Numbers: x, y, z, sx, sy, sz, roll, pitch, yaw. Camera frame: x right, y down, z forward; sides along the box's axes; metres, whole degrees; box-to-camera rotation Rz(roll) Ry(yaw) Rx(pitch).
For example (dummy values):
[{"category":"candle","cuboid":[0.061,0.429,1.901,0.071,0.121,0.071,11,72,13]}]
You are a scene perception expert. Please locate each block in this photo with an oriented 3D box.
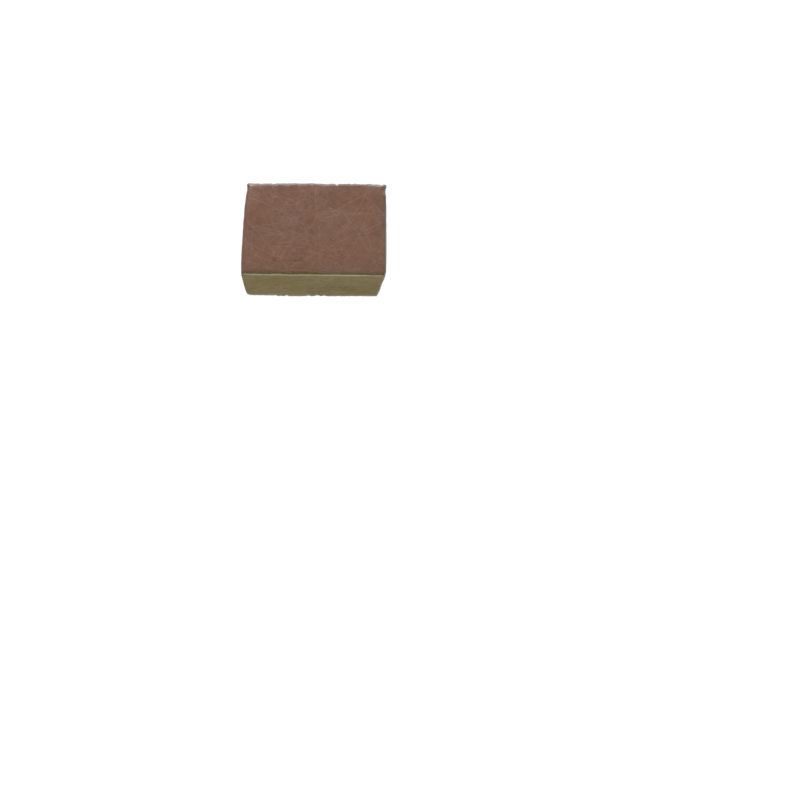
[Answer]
[{"category":"block","cuboid":[-0.048,-0.088,0.613,0.078,0.053,0.051,0,-11,-3]}]
